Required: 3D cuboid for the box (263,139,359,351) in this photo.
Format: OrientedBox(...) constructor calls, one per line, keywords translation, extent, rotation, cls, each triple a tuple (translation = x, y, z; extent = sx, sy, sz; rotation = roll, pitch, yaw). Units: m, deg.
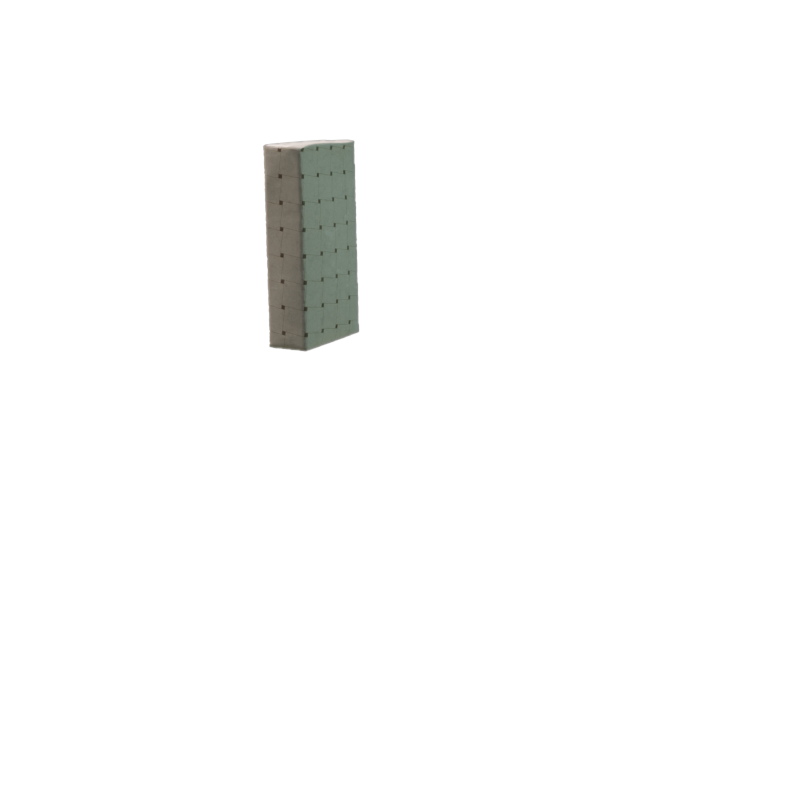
OrientedBox(translation=(-0.076, -0.139, 0.973), extent=(0.050, 0.172, 0.092), rotation=(6, 12, 29), cls="box")
